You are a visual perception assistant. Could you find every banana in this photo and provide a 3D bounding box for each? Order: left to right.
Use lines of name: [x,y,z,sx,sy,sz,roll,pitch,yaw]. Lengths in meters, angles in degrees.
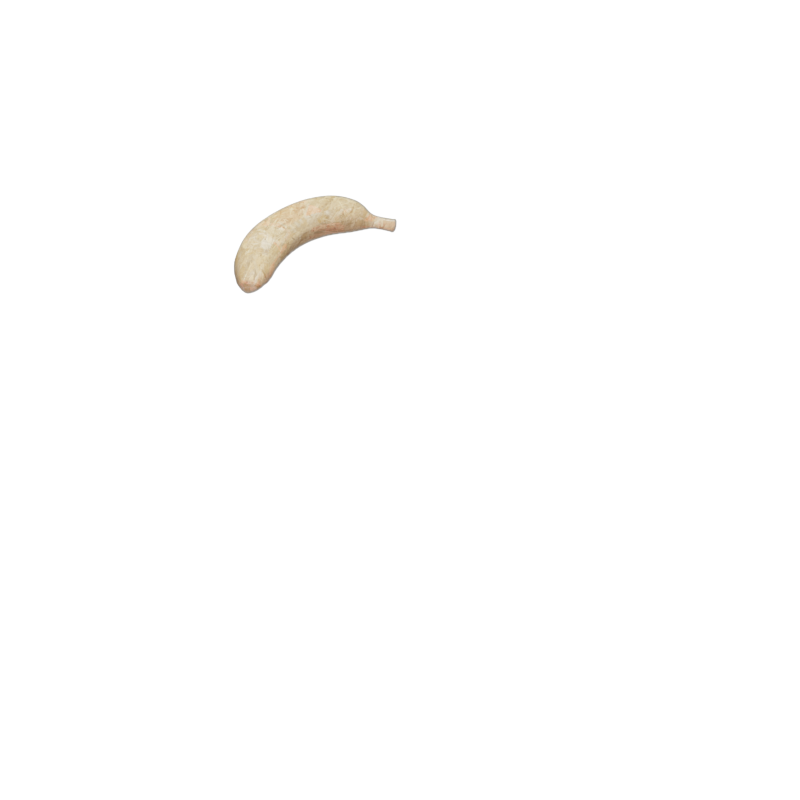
banana: [-0.086,-0.142,0.951,0.073,0.035,0.198,20,35,32]
